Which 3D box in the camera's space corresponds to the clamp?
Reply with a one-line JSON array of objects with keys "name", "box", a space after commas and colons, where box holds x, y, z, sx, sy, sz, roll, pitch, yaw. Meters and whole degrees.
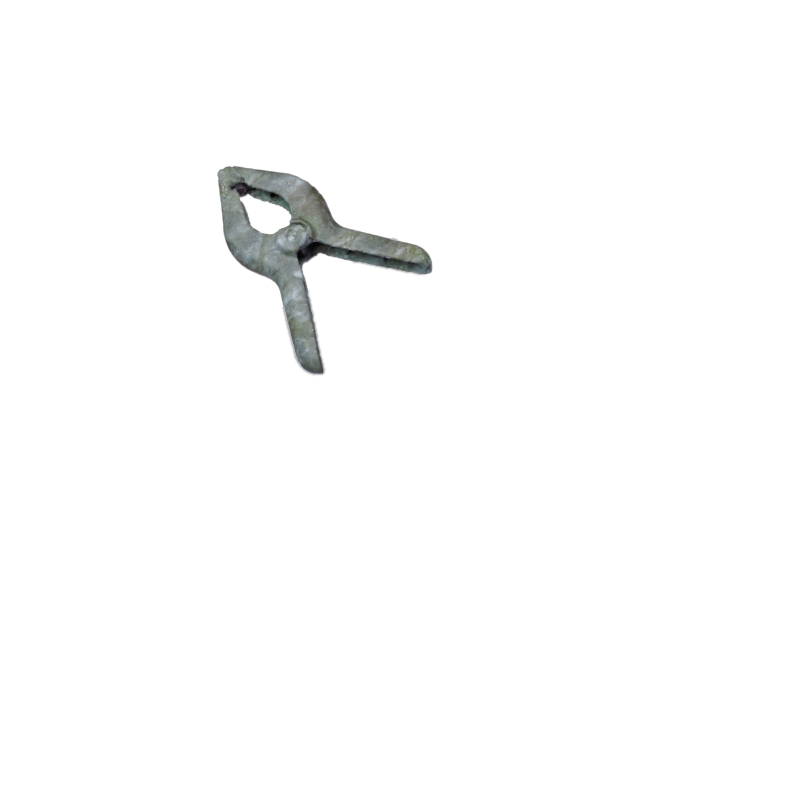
[{"name": "clamp", "box": [-0.063, -0.115, 0.807, 0.120, 0.180, 0.037, -33, -19, -13]}]
